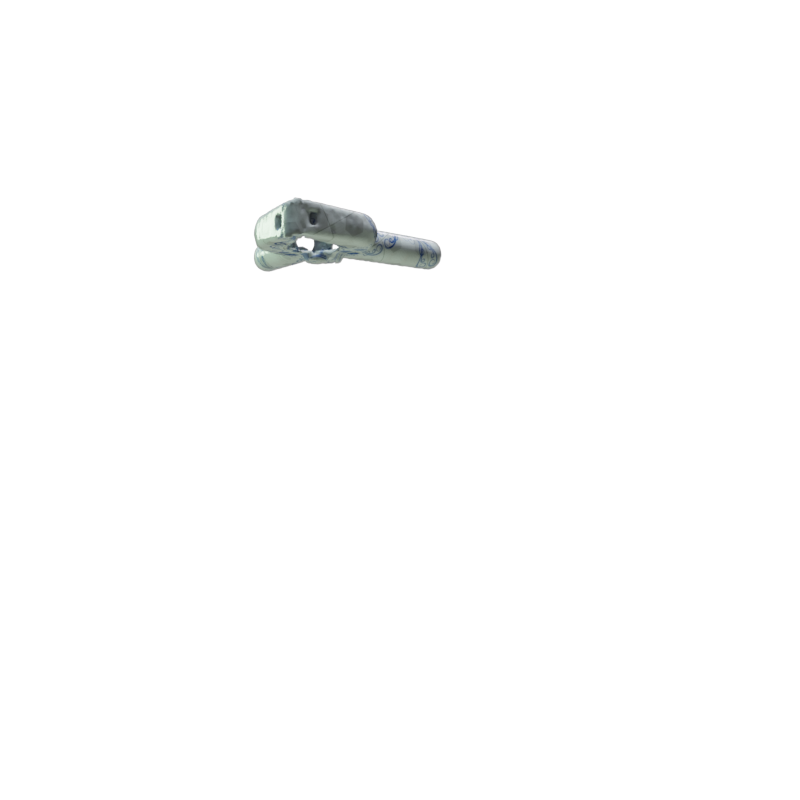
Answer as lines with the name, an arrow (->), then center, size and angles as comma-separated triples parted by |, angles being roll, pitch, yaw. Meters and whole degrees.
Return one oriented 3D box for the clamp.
clamp -> -0.070, -0.127, 0.889 | 0.168, 0.037, 0.203 | -1, -2, 18
